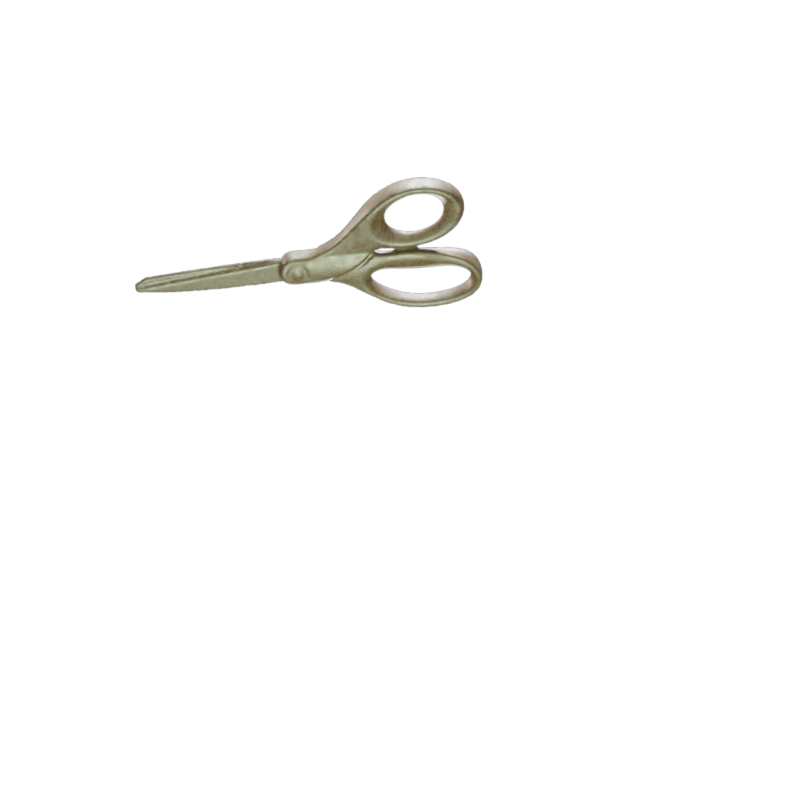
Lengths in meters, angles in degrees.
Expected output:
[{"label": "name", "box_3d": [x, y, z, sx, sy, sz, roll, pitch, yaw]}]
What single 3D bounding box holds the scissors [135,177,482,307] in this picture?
[{"label": "scissors", "box_3d": [-0.050, -0.090, 0.634, 0.200, 0.090, 0.017, 5, 40, -4]}]
